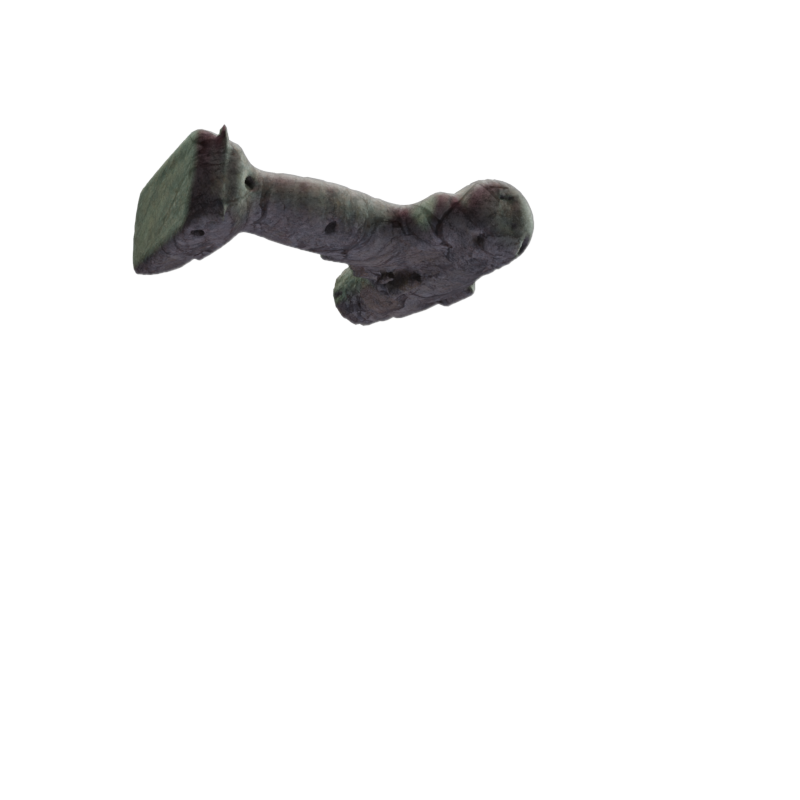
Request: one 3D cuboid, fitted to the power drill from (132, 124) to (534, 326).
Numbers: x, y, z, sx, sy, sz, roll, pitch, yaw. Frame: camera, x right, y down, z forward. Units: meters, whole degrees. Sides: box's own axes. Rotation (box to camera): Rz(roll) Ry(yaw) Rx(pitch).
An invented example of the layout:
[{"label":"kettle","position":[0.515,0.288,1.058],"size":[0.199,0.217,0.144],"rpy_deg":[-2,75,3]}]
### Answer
[{"label":"power drill","position":[-0.048,-0.088,0.615],"size":[0.181,0.060,0.184],"rpy_deg":[7,-15,-26]}]
